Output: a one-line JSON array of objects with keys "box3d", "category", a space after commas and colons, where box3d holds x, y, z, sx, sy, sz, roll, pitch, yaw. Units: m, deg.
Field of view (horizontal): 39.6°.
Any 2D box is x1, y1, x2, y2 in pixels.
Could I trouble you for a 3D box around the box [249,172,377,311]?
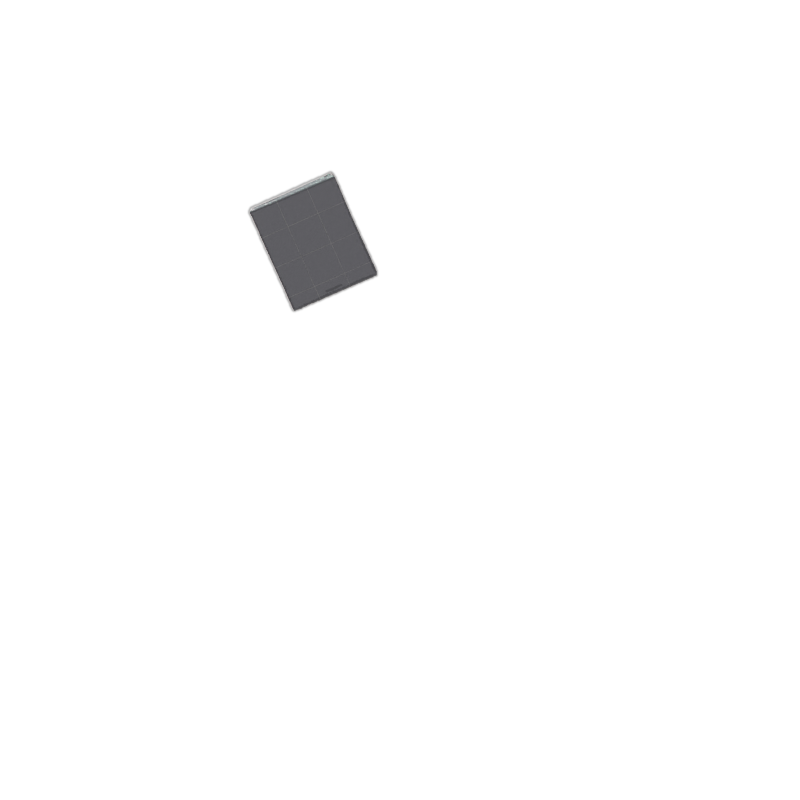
[{"box3d": [-0.068, -0.125, 0.873, 0.073, 0.088, 0.031, -24, 5, 2], "category": "box"}]
